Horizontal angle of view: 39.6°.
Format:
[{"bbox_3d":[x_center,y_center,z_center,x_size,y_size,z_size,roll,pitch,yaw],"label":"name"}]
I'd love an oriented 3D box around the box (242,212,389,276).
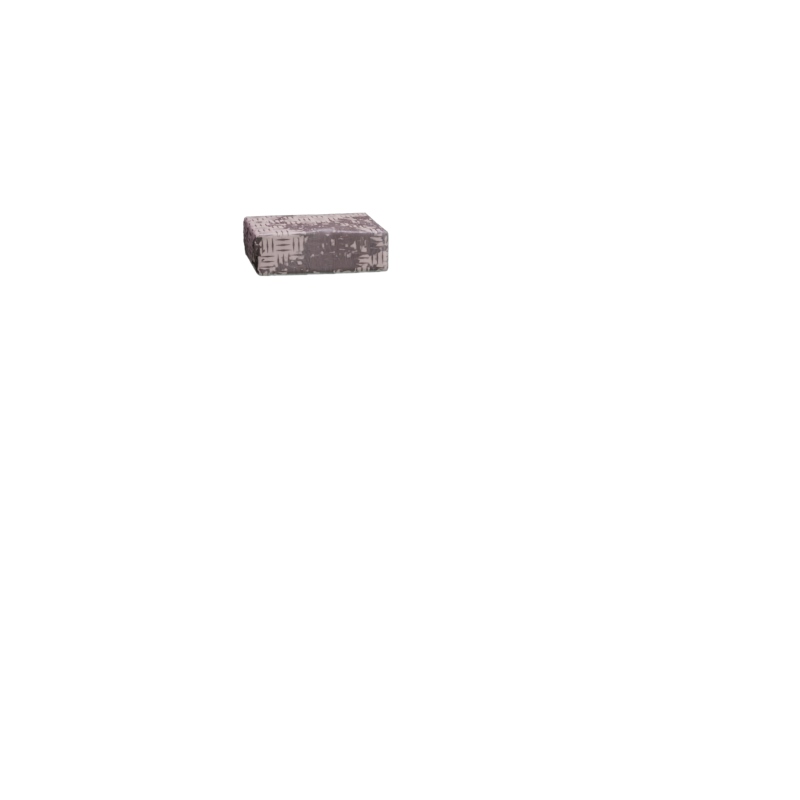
[{"bbox_3d":[-0.058,-0.106,0.742,0.088,0.029,0.076,-3,18,-10],"label":"box"}]
